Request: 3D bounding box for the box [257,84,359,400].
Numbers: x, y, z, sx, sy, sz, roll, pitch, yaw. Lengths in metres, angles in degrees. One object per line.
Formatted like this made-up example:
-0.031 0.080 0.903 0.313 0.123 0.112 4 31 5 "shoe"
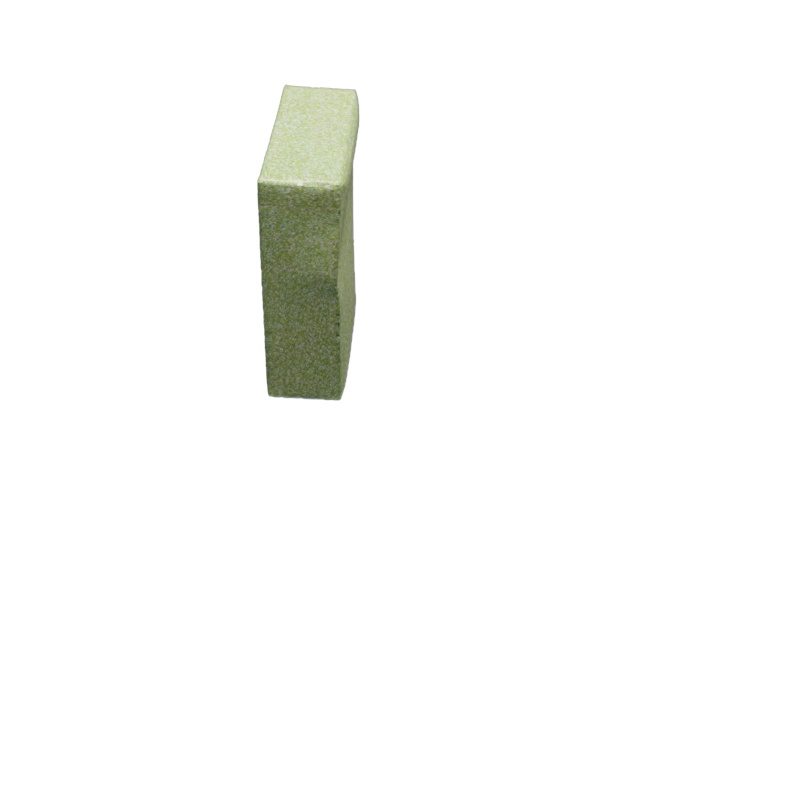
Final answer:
-0.073 -0.133 0.933 0.072 0.200 0.175 3 38 0 "box"
